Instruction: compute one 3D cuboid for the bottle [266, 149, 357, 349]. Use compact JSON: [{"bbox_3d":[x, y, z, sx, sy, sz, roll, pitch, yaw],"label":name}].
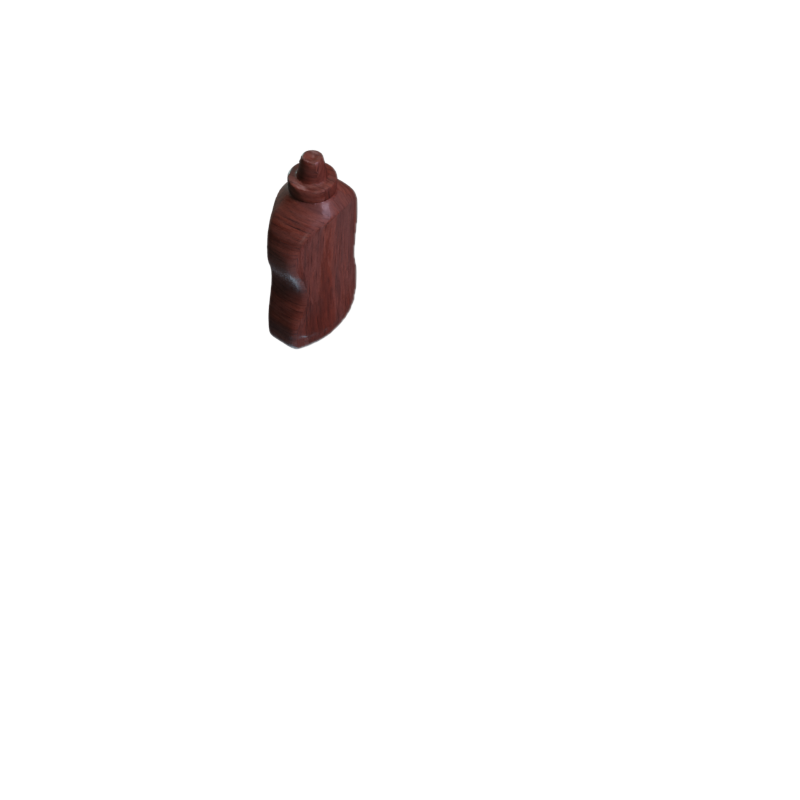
[{"bbox_3d":[-0.075,-0.136,0.952,0.061,0.179,0.098,31,55,21],"label":"bottle"}]
